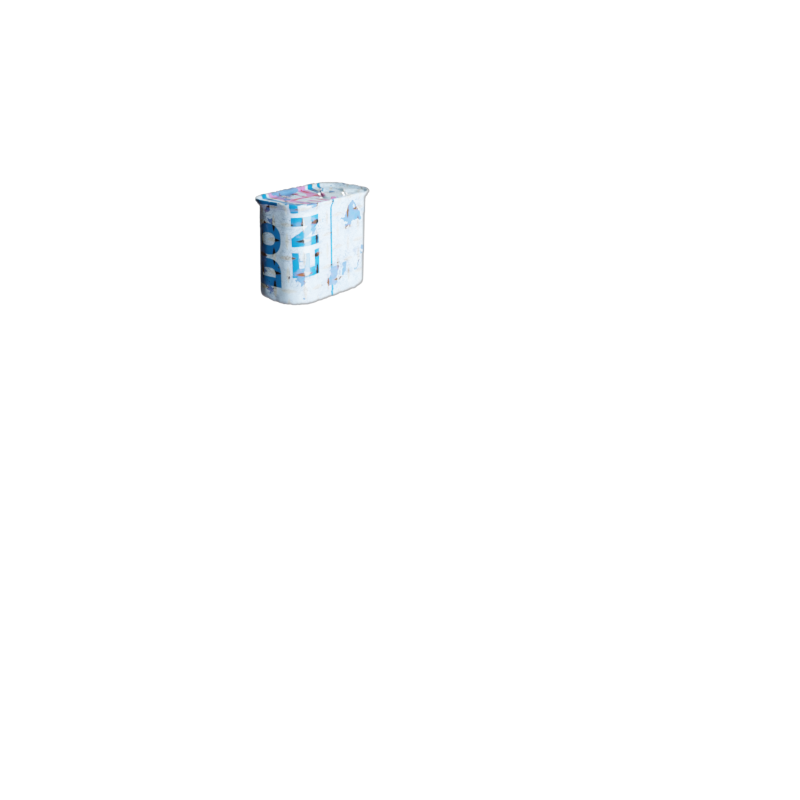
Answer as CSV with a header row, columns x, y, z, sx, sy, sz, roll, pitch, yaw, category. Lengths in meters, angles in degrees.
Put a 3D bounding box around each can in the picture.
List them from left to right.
x,y,z,sx,sy,sz,roll,pitch,yaw,category
-0.072,-0.132,0.922,0.060,0.081,0.101,13,22,35,can
